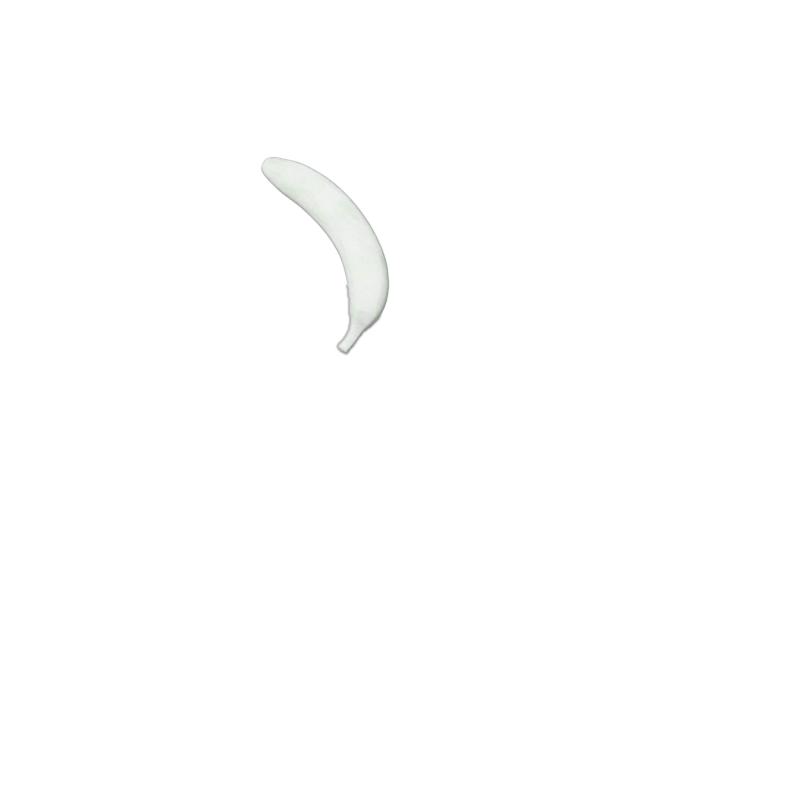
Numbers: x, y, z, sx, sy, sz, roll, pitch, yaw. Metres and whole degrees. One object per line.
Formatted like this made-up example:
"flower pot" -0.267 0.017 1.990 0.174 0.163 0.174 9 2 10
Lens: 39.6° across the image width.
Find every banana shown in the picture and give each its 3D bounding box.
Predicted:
"banana" -0.058 -0.142 0.974 0.069 0.209 0.035 -20 -22 -9
